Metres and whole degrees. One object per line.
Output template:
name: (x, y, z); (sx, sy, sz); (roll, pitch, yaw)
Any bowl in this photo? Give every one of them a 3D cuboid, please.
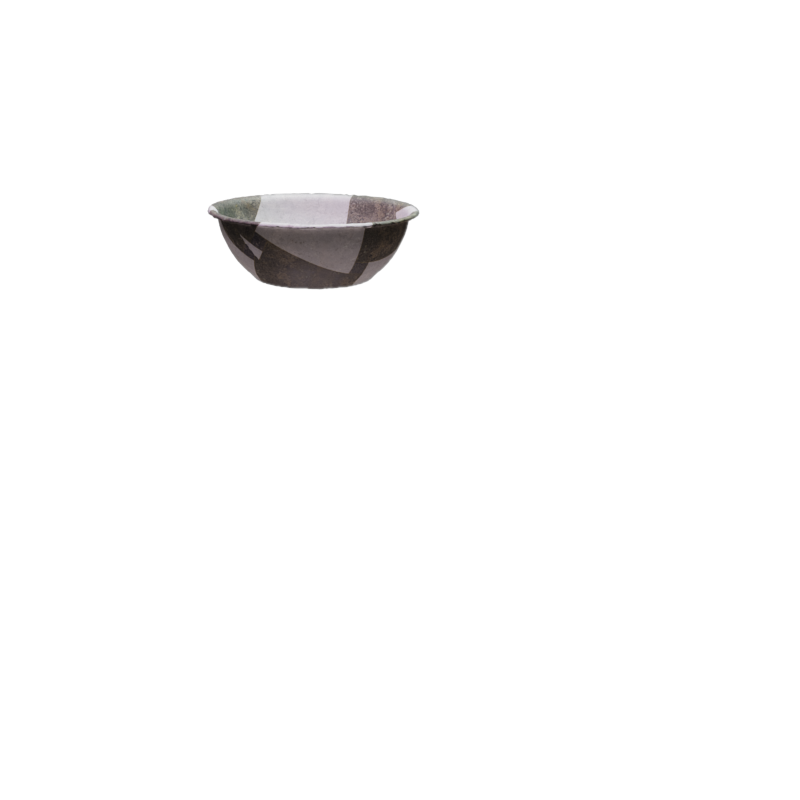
bowl: (-0.067, -0.121, 0.851); (0.162, 0.053, 0.168); (-1, 17, -2)
